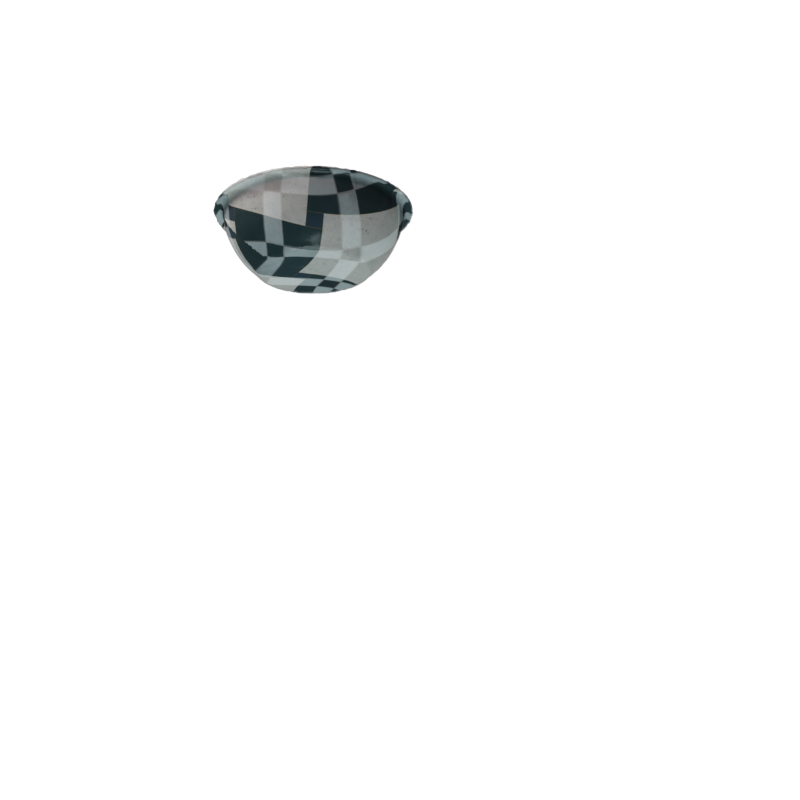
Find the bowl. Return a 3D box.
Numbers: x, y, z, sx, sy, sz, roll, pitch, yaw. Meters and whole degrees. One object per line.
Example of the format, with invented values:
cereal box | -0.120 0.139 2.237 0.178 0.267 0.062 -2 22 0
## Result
bowl | -0.070 -0.127 0.891 0.162 0.058 0.155 0 -19 -2
